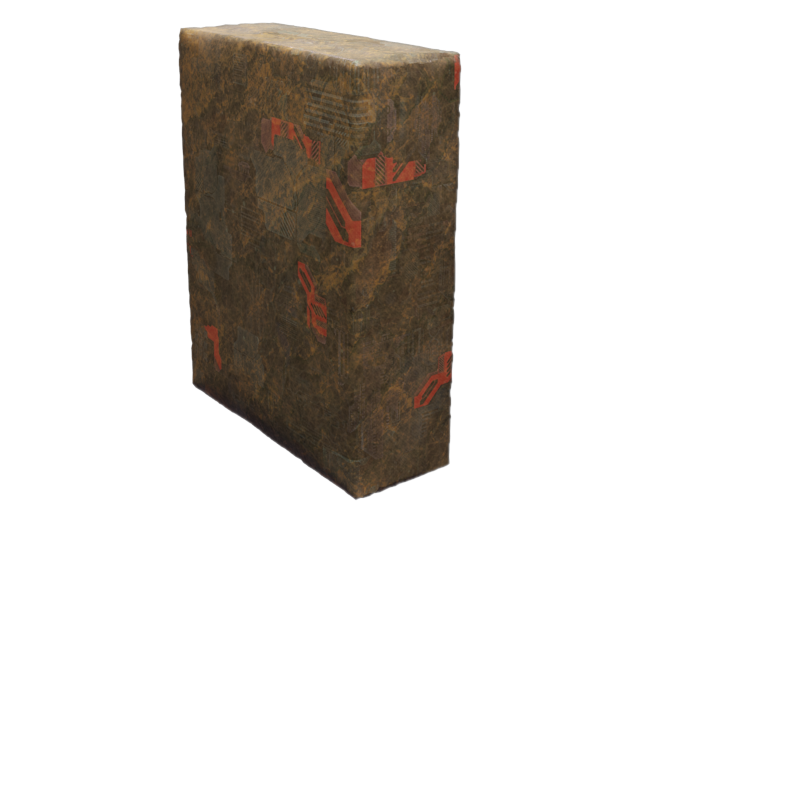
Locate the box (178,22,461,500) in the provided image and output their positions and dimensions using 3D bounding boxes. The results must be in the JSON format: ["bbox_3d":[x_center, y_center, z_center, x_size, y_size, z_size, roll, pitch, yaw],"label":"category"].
[{"bbox_3d":[-0.046,-0.083,0.582,0.070,0.205,0.175,-12,24,-35],"label":"box"}]
